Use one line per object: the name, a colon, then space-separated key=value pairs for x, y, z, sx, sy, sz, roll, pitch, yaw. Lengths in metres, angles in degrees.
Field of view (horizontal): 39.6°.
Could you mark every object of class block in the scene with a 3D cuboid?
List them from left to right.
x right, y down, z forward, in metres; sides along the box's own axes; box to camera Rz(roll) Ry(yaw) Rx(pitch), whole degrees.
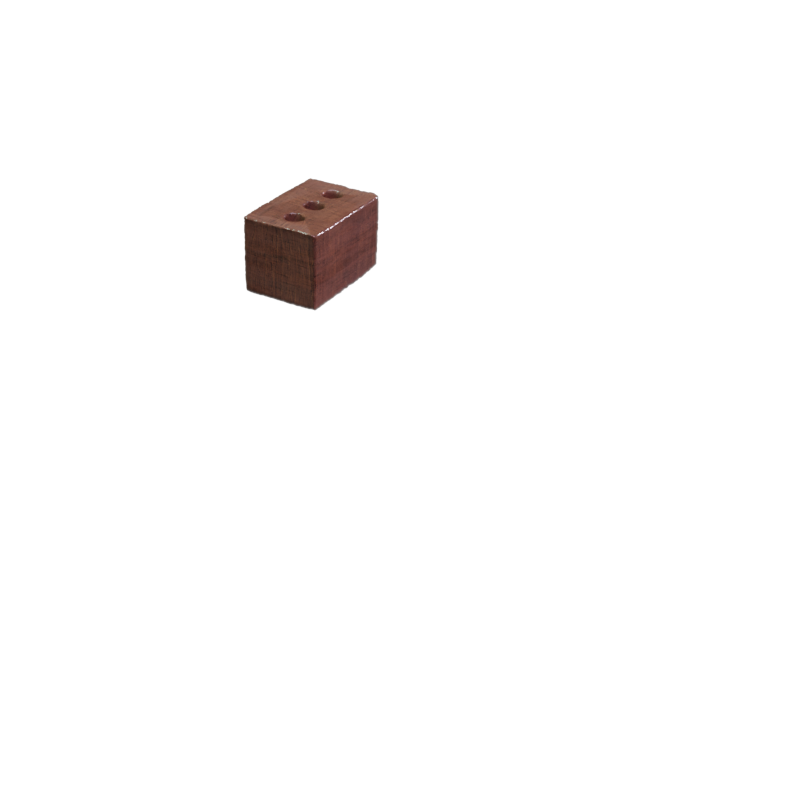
block: x=-0.054 y=-0.099 z=0.691 sx=0.055 sy=0.048 sz=0.079 roll=16 pitch=33 yaw=25
